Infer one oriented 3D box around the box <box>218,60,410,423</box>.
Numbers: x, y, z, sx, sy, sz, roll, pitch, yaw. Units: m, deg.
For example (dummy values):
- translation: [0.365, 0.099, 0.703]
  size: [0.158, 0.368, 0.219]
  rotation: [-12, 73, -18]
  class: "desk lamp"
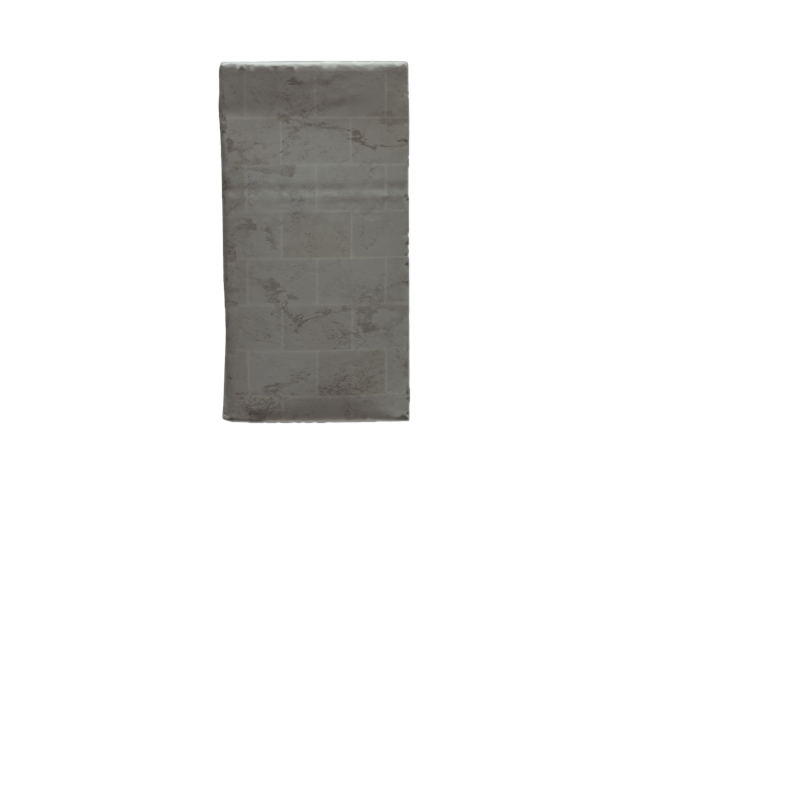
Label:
- translation: [-0.043, -0.079, 0.551]
  size: [0.093, 0.175, 0.049]
  rotation: [0, 3, -5]
  class: "box"
